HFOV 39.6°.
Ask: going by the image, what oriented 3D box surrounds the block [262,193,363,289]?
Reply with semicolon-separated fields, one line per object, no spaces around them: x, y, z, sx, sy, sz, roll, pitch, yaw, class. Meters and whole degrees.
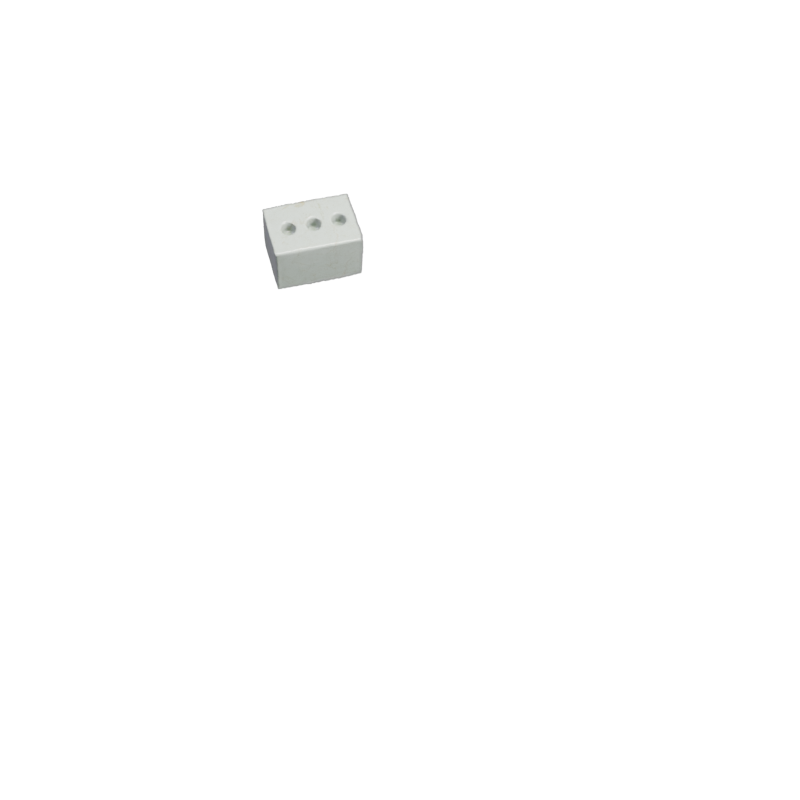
-0.075;-0.136;0.953;0.077;0.057;0.048;-12;-33;-10;block
